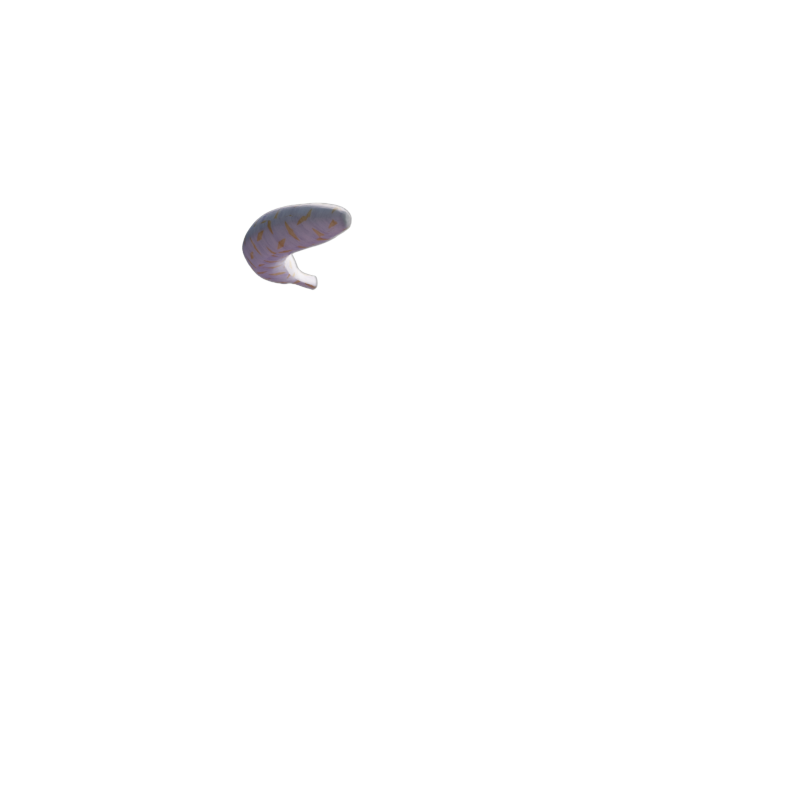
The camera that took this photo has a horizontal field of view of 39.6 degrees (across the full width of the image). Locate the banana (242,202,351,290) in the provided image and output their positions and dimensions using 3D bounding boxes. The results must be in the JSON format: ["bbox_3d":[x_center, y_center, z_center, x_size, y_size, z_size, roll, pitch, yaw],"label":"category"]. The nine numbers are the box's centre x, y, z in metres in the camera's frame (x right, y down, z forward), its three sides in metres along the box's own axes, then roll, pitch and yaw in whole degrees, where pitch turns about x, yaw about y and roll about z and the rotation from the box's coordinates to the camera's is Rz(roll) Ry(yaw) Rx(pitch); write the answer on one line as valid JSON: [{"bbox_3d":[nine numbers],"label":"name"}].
[{"bbox_3d":[-0.086,-0.121,0.853,0.069,0.038,0.195,1,-6,-11],"label":"banana"}]
